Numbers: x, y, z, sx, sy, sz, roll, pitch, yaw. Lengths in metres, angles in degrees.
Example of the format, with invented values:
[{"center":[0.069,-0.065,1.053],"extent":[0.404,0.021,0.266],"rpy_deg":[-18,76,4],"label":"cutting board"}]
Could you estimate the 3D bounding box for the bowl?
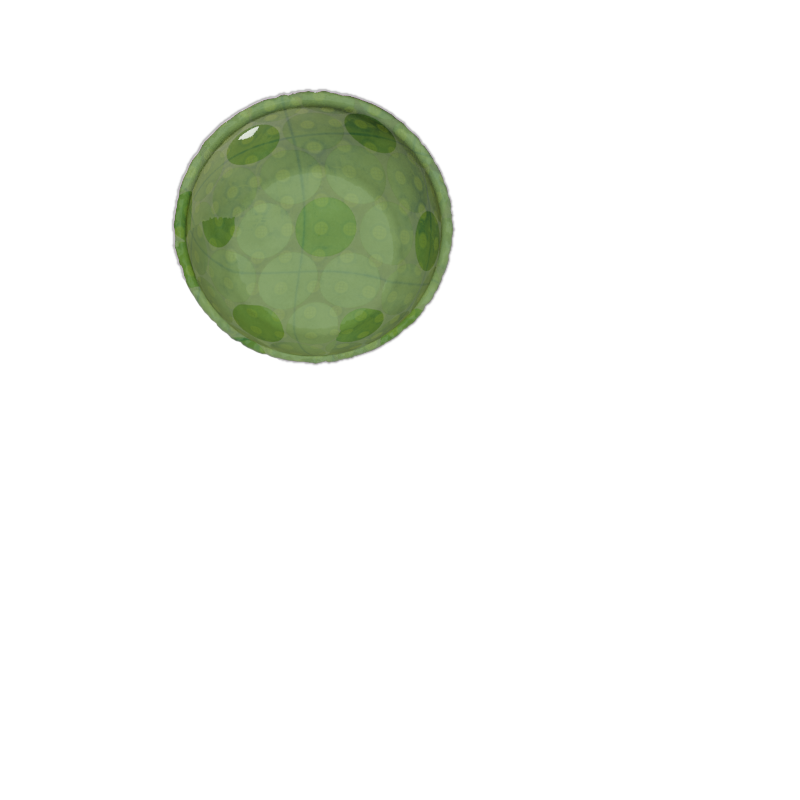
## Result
[{"center":[-0.048,-0.088,0.615],"extent":[0.162,0.157,0.057],"rpy_deg":[0,15,-1],"label":"bowl"}]
